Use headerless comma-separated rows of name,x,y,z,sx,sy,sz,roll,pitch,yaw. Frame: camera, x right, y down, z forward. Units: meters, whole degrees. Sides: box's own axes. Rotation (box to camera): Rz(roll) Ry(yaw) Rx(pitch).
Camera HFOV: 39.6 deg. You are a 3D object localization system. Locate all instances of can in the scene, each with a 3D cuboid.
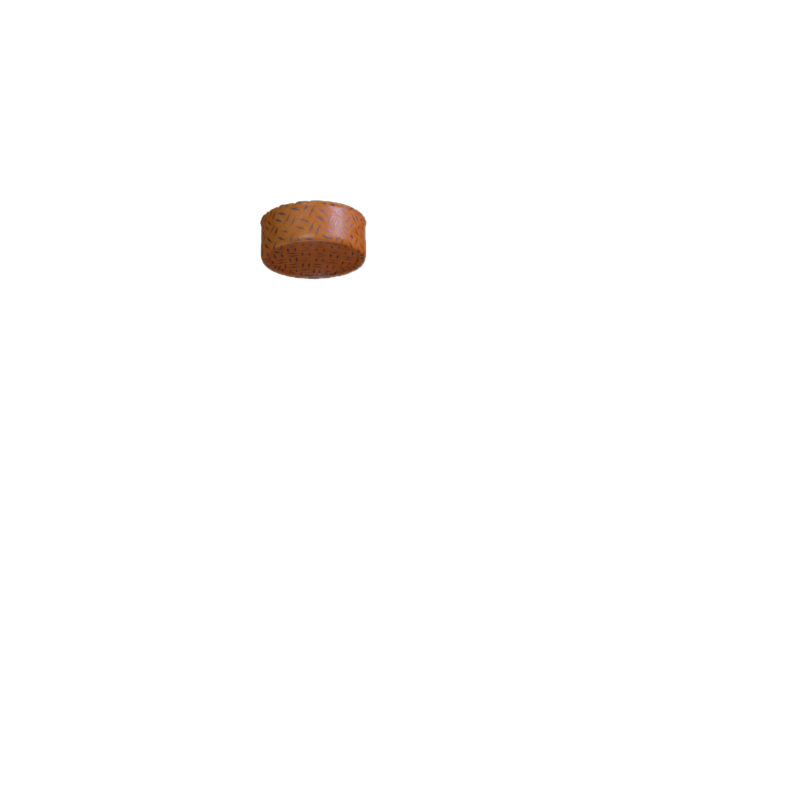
can,-0.070,-0.127,0.889,0.086,0.035,0.082,0,-17,-2
